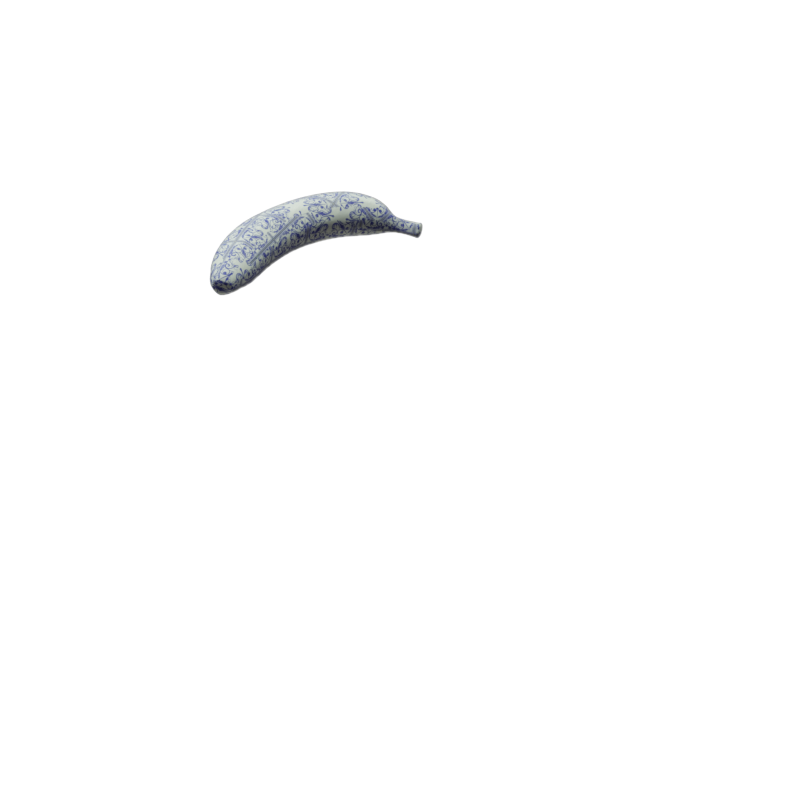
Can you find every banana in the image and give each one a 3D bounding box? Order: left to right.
[{"bbox_3d":[-0.073,-0.124,0.823,0.196,0.035,0.074,-24,36,-37],"label":"banana"}]
